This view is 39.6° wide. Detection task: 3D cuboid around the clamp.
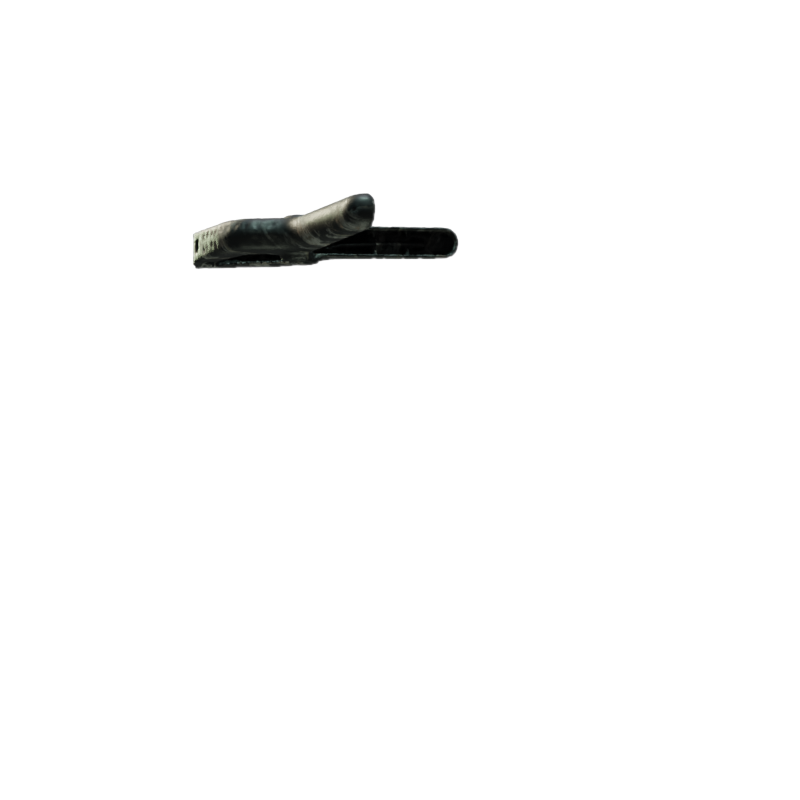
[{"bbox_3d":[-0.068,-0.125,0.874,0.216,0.037,0.157,-2,-4,34],"label":"clamp"}]
